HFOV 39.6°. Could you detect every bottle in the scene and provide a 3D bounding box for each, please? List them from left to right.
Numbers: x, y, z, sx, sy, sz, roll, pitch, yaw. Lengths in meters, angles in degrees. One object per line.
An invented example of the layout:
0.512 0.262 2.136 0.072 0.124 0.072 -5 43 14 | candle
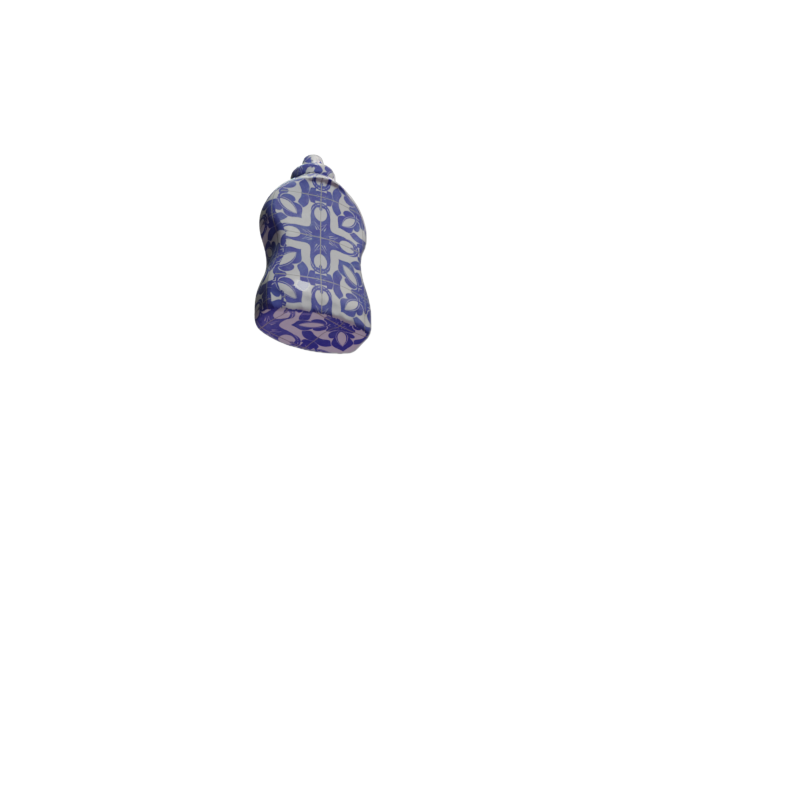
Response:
-0.075 -0.137 0.960 0.093 0.205 0.056 13 -38 -21 | bottle
